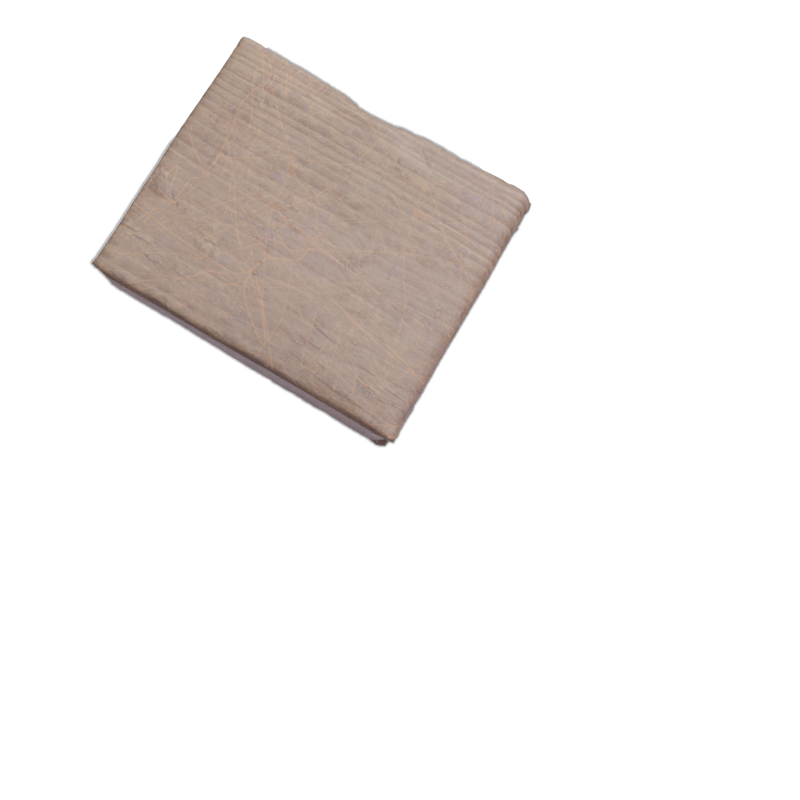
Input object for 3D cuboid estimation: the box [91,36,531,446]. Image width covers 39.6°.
[{"bbox_3d":[-0.023,-0.042,0.291,0.091,0.074,0.029,30,-10,6],"label":"box"}]
